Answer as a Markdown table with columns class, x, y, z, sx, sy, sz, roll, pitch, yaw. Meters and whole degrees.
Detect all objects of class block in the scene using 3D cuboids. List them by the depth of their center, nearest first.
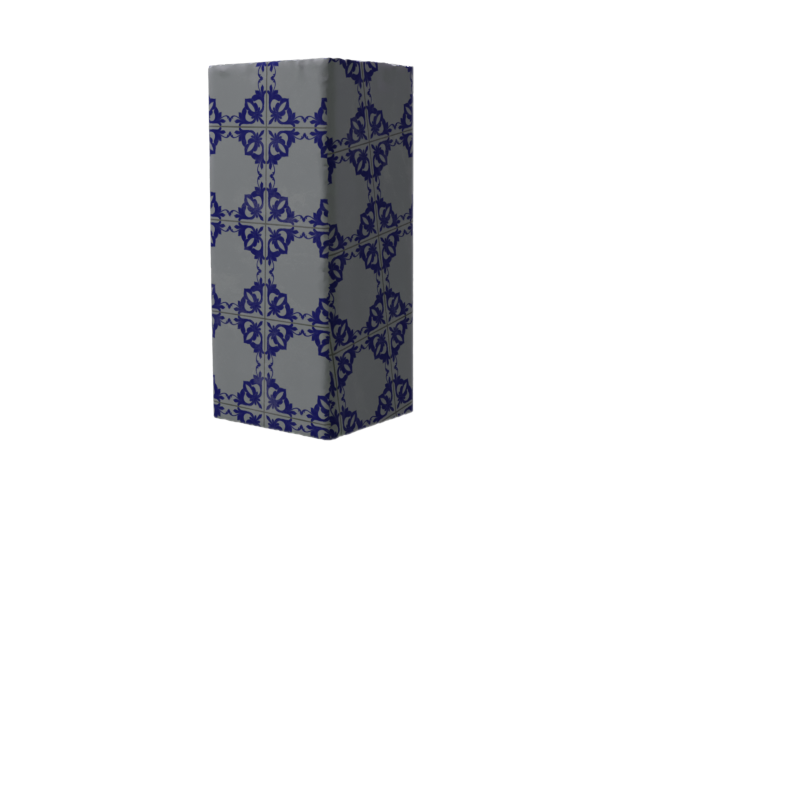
| class | x | y | z | sx | sy | sz | roll | pitch | yaw |
| --- | --- | --- | --- | --- | --- | --- | --- | --- | --- |
| block | -0.052 | -0.093 | 0.652 | 0.095 | 0.203 | 0.088 | 5 | 8 | 35 |
